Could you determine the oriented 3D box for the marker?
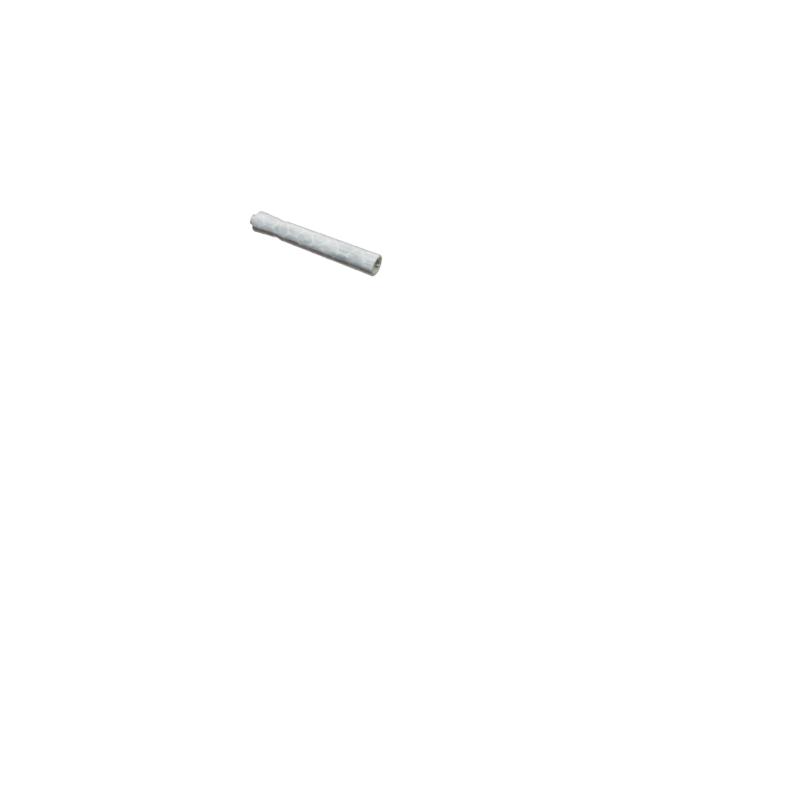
[{"bbox_3d":[-0.073,-0.132,0.927,0.126,0.019,0.019,23,12,22],"label":"marker"}]
